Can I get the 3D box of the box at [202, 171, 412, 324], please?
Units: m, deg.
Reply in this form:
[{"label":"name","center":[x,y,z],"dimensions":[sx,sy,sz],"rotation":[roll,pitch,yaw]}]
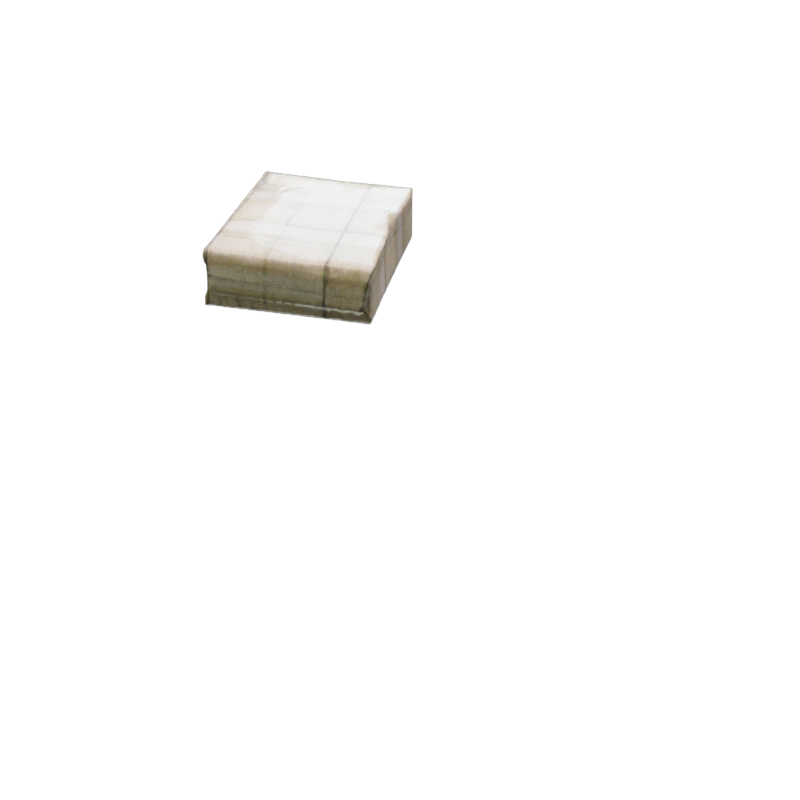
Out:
[{"label":"box","center":[-0.038,-0.070,0.491],"dimensions":[0.075,0.028,0.093],"rotation":[7,33,11]}]
